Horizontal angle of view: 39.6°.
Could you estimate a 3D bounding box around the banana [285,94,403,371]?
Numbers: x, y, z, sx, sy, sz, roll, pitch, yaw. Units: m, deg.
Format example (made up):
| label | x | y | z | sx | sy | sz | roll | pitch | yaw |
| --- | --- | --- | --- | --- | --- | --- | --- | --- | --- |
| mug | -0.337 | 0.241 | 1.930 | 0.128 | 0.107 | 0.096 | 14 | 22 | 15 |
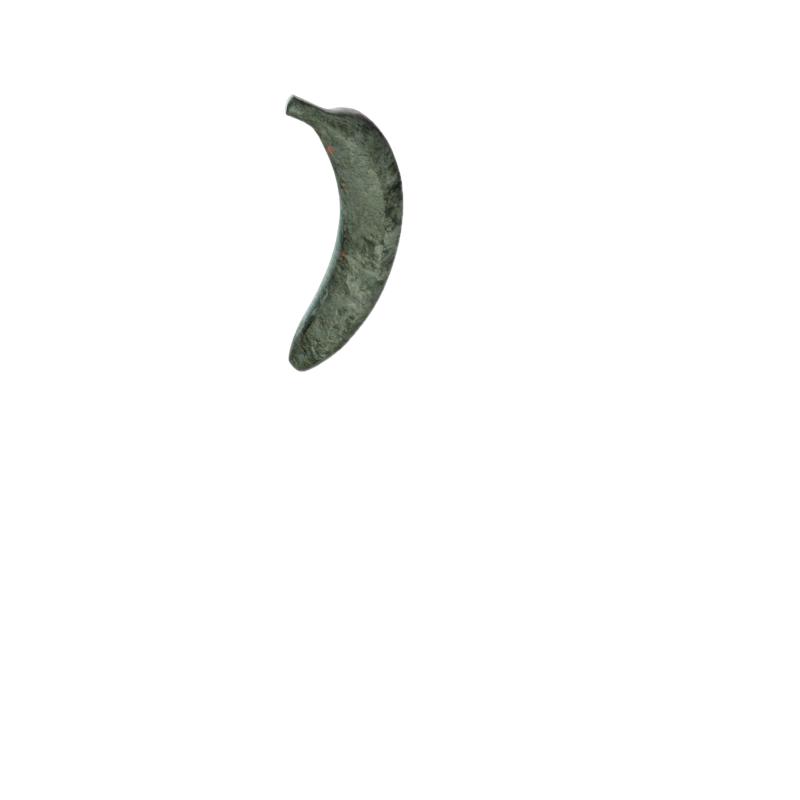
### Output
| label | x | y | z | sx | sy | sz | roll | pitch | yaw |
| --- | --- | --- | --- | --- | --- | --- | --- | --- | --- |
| banana | -0.034 | -0.099 | 0.667 | 0.069 | 0.185 | 0.039 | 1 | 36 | -2 |
